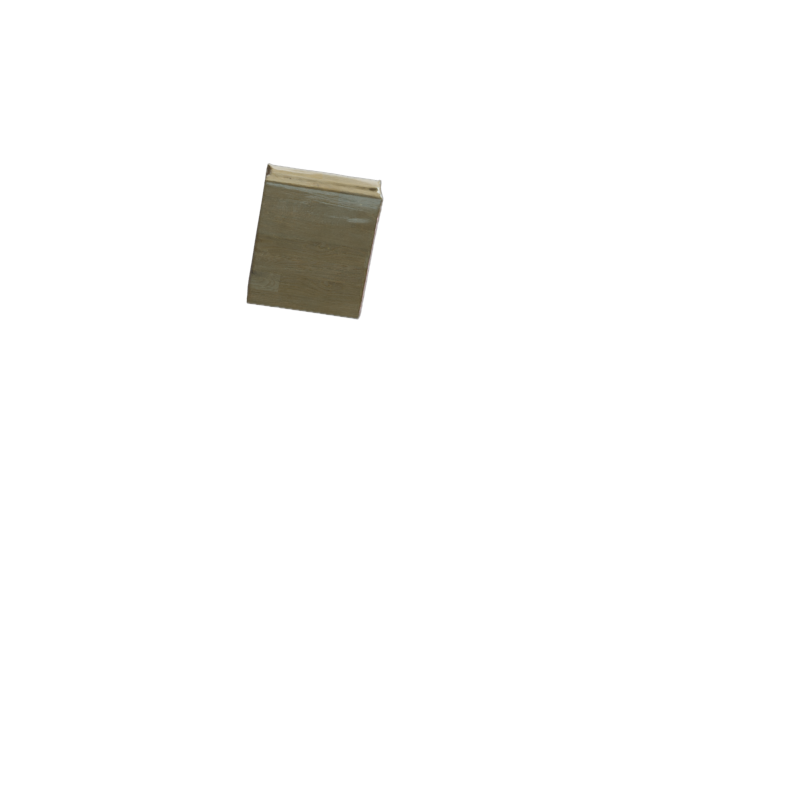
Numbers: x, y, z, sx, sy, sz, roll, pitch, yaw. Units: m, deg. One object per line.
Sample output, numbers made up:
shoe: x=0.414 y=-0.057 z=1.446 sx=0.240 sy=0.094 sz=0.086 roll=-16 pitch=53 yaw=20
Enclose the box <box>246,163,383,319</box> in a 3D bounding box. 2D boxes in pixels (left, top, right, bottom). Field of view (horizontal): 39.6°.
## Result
box: x=-0.054 y=-0.099 z=0.692 sx=0.072 sy=0.085 sz=0.032 roll=9 pitch=27 yaw=-5
